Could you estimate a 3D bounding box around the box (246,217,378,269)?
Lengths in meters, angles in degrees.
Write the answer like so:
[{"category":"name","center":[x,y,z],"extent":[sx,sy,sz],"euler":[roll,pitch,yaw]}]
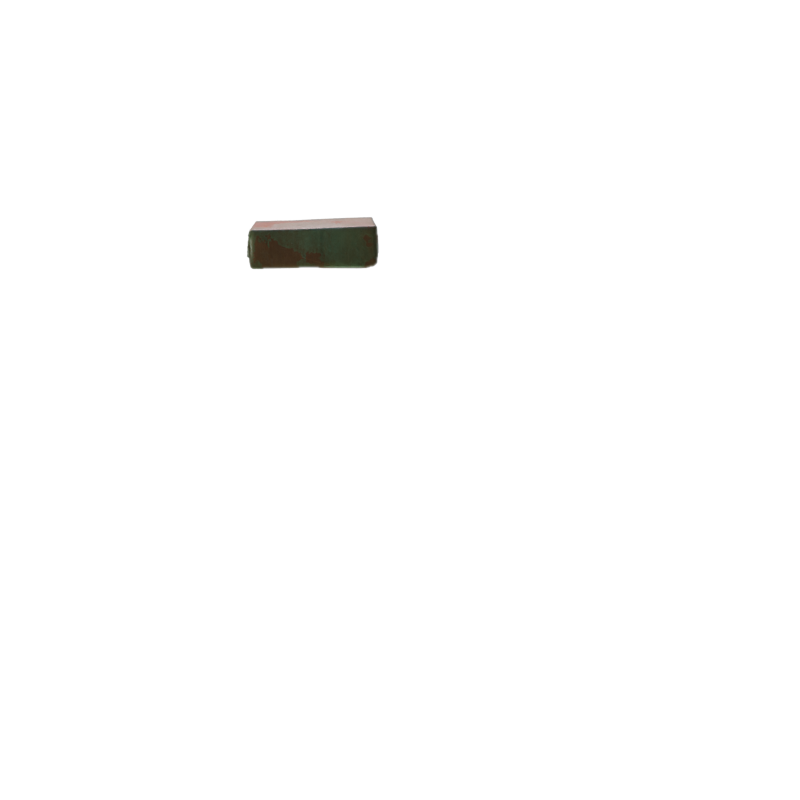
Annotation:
[{"category":"box","center":[-0.078,-0.141,0.990],"extent":[0.113,0.038,0.092],"euler":[0,14,-1]}]
